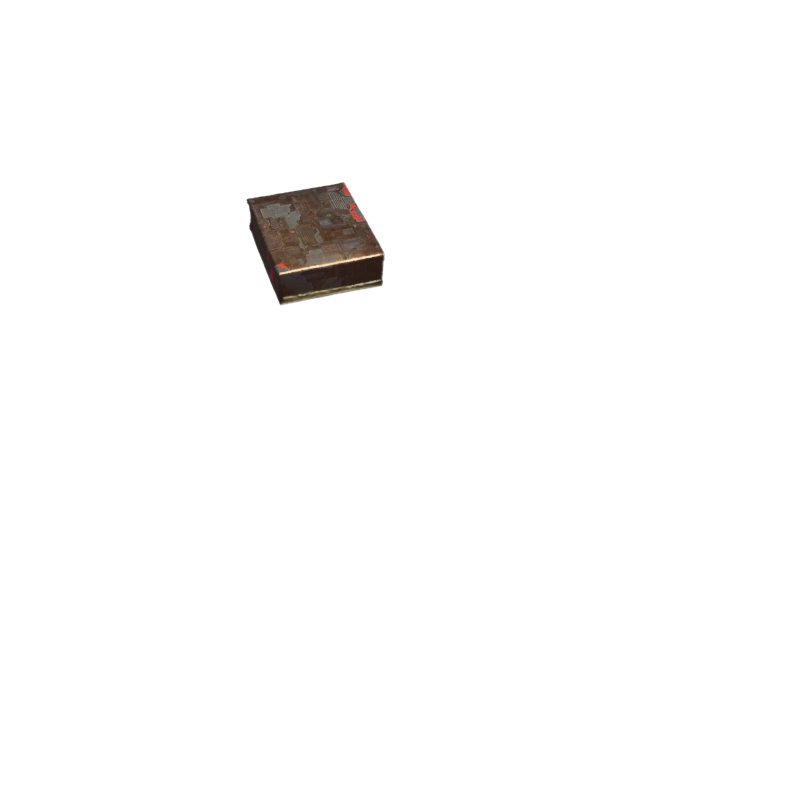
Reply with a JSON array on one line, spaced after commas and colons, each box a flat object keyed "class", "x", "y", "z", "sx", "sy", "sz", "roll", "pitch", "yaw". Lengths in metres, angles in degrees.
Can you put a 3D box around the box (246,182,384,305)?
[{"class": "box", "x": -0.073, "y": -0.133, "z": 0.933, "sx": 0.089, "sy": 0.036, "sz": 0.123, "roll": -12, "pitch": 41, "yaw": -14}]
